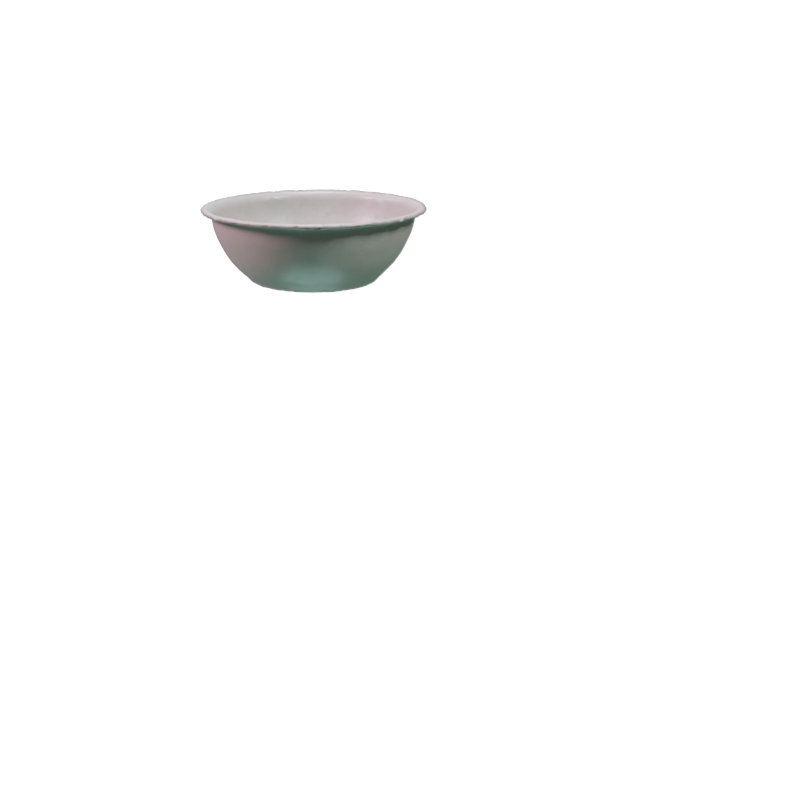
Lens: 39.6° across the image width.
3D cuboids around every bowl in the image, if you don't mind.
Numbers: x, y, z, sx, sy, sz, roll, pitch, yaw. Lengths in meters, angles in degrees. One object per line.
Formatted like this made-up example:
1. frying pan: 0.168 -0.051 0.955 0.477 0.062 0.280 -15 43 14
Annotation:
1. bowl: -0.063 -0.114 0.800 0.162 0.053 0.168 -1 18 -2
